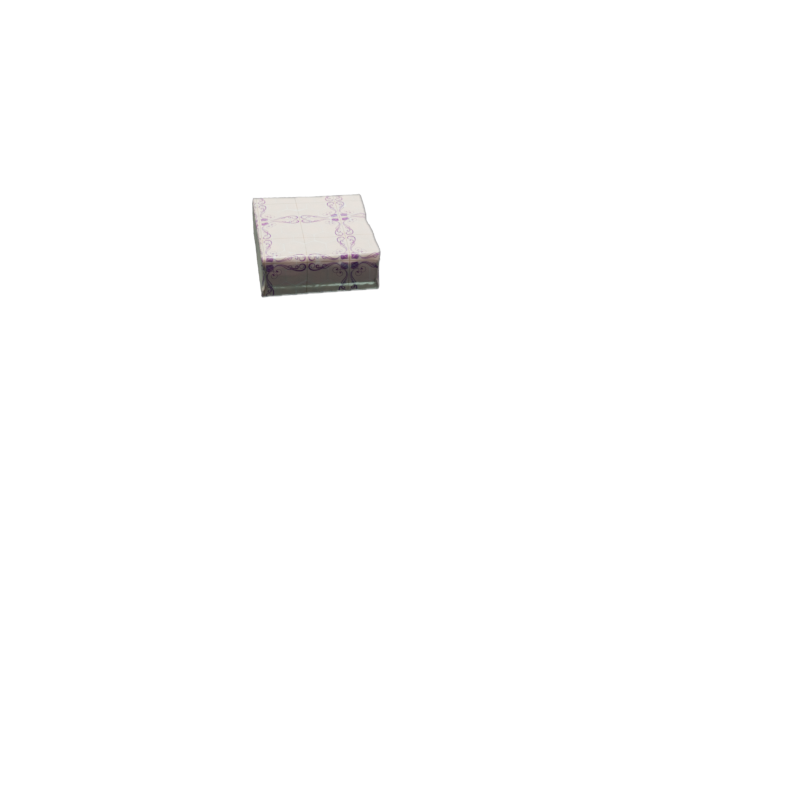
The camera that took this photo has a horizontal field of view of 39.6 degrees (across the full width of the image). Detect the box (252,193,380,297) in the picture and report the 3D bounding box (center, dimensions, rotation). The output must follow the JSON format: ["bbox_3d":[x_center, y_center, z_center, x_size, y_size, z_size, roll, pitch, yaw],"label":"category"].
[{"bbox_3d":[-0.055,-0.100,0.703,0.072,0.028,0.096,-4,33,-7],"label":"box"}]
